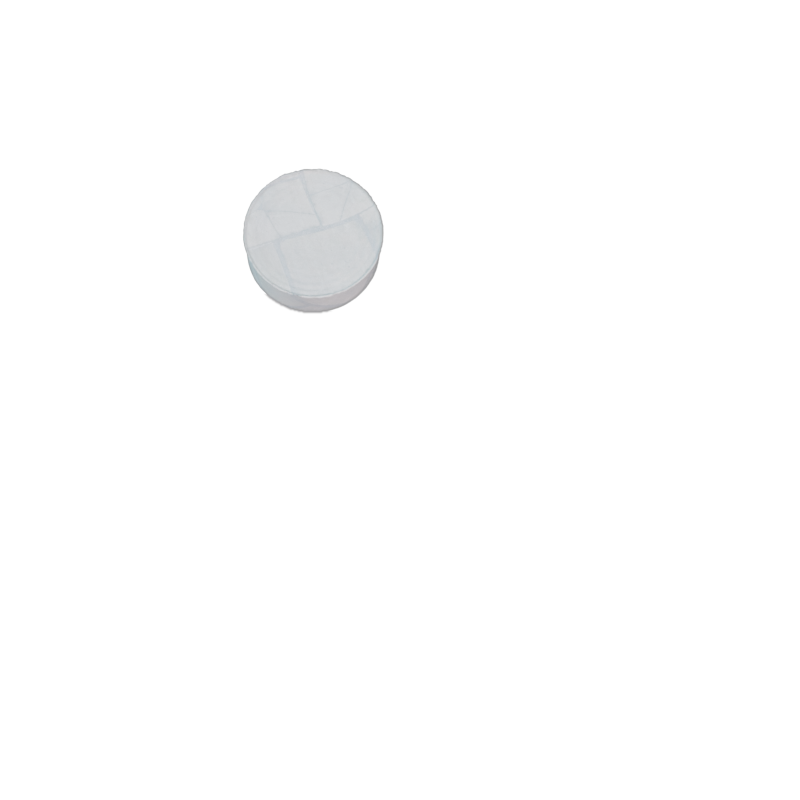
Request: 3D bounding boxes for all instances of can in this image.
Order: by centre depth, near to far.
[{"bbox_3d":[-0.054,-0.099,0.690,0.086,0.090,0.032,-1,-21,-1],"label":"can"}]
